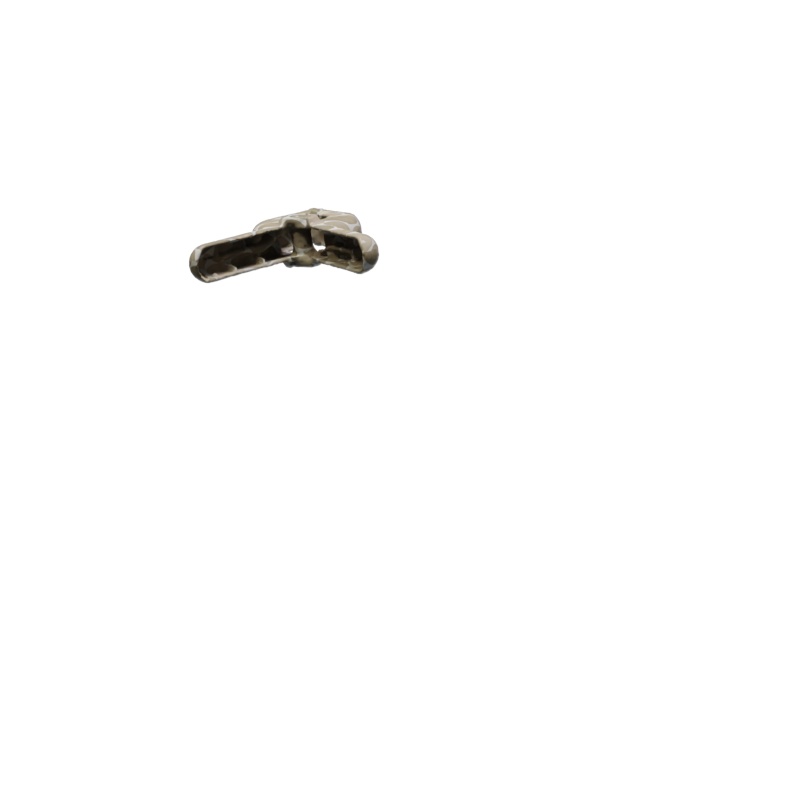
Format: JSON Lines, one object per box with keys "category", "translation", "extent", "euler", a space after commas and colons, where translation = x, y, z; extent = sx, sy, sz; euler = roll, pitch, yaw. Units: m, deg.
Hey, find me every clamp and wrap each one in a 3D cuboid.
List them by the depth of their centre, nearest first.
{"category": "clamp", "translation": [-0.060, -0.109, 0.761], "extent": [0.123, 0.038, 0.174], "euler": [5, 20, 14]}
